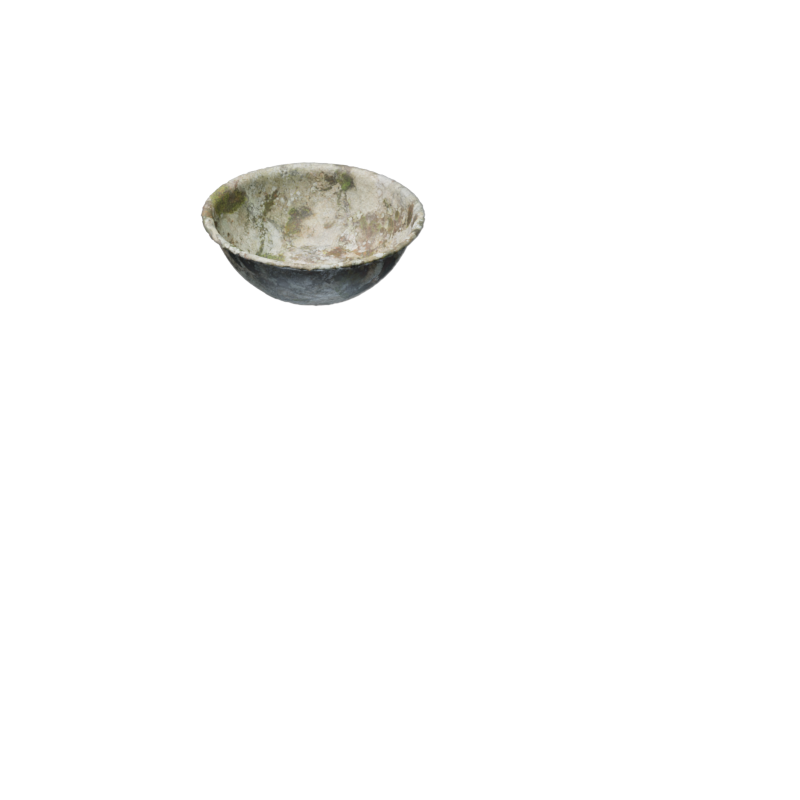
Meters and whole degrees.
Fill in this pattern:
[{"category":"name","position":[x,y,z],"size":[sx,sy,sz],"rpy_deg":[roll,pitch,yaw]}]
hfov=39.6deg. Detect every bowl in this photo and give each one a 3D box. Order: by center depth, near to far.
[{"category":"bowl","position":[-0.064,-0.116,0.815],"size":[0.162,0.052,0.173],"rpy_deg":[-1,35,-2]}]
